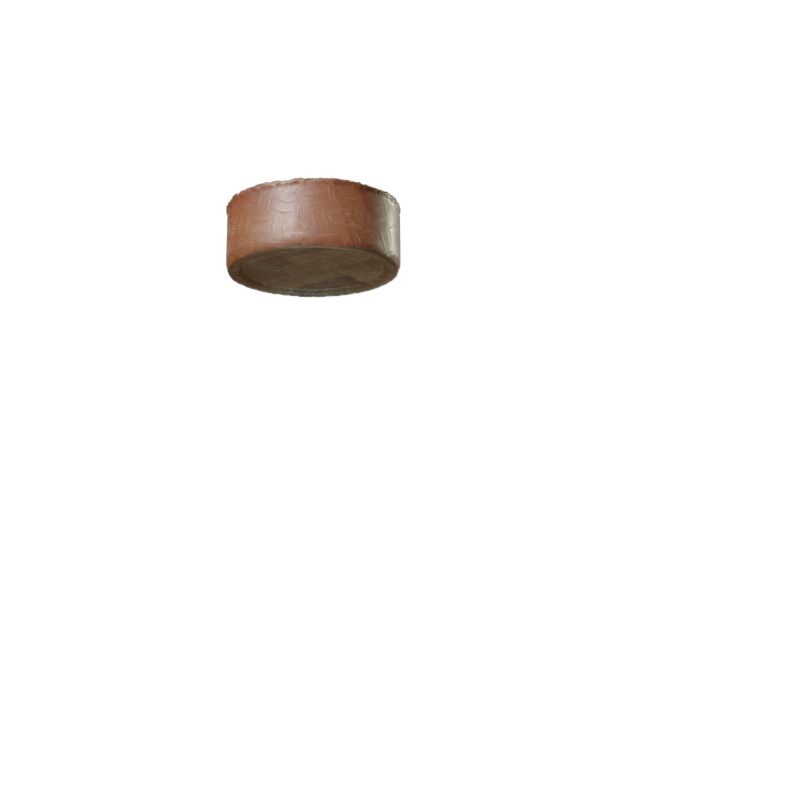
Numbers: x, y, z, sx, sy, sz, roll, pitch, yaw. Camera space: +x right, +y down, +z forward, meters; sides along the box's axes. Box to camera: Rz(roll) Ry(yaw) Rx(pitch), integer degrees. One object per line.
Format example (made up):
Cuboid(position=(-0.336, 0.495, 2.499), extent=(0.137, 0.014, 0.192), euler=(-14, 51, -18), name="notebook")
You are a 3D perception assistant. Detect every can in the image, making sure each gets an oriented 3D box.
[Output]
Cuboid(position=(-0.042, -0.077, 0.540), extent=(0.086, 0.035, 0.083), euler=(0, -12, -2), name="can")
